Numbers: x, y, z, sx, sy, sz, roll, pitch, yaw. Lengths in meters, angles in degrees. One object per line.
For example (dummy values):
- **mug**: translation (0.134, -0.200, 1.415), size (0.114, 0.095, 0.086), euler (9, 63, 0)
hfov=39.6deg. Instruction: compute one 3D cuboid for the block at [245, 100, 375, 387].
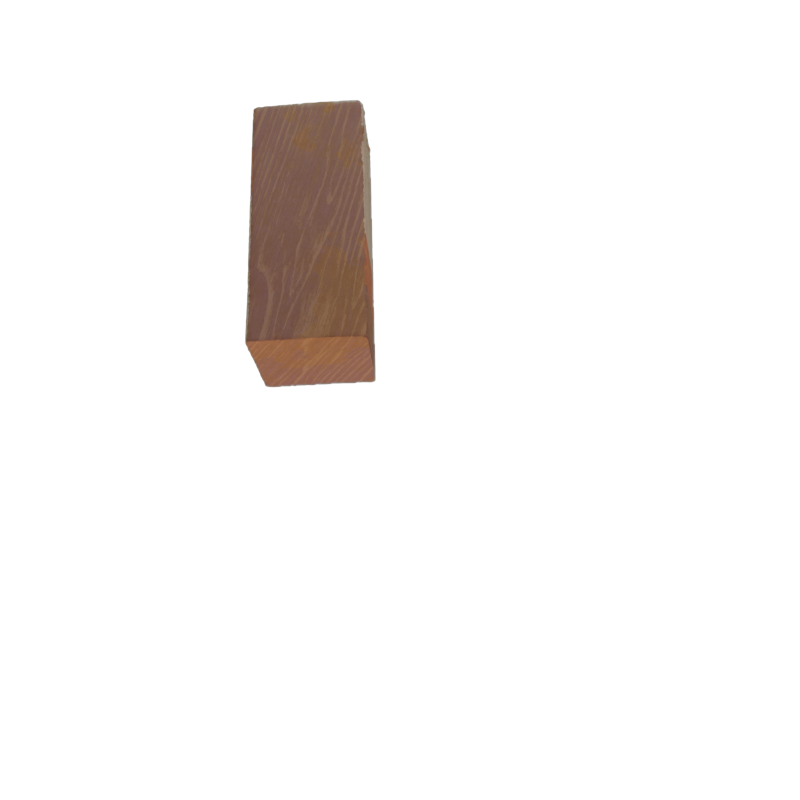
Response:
- **block**: translation (-0.068, -0.125, 0.875), size (0.091, 0.219, 0.085), euler (-4, -27, 4)
